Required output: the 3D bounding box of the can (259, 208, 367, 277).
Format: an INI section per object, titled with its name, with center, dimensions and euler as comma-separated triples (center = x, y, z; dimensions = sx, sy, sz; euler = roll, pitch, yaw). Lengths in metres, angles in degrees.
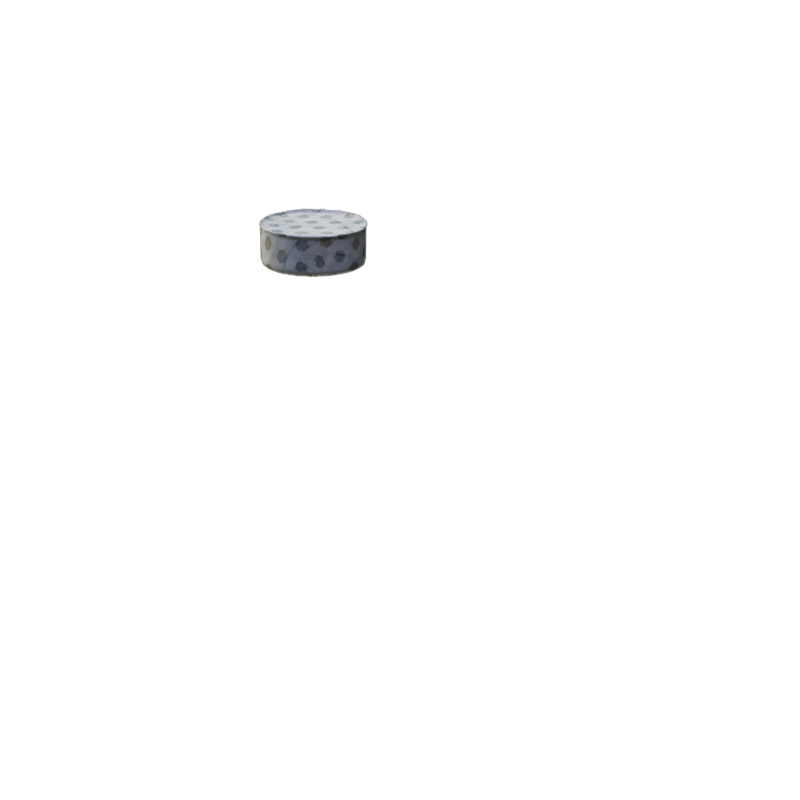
[can]
center = -0.069, -0.126, 0.880
dimensions = 0.086, 0.032, 0.090
euler = -1, 22, -2
